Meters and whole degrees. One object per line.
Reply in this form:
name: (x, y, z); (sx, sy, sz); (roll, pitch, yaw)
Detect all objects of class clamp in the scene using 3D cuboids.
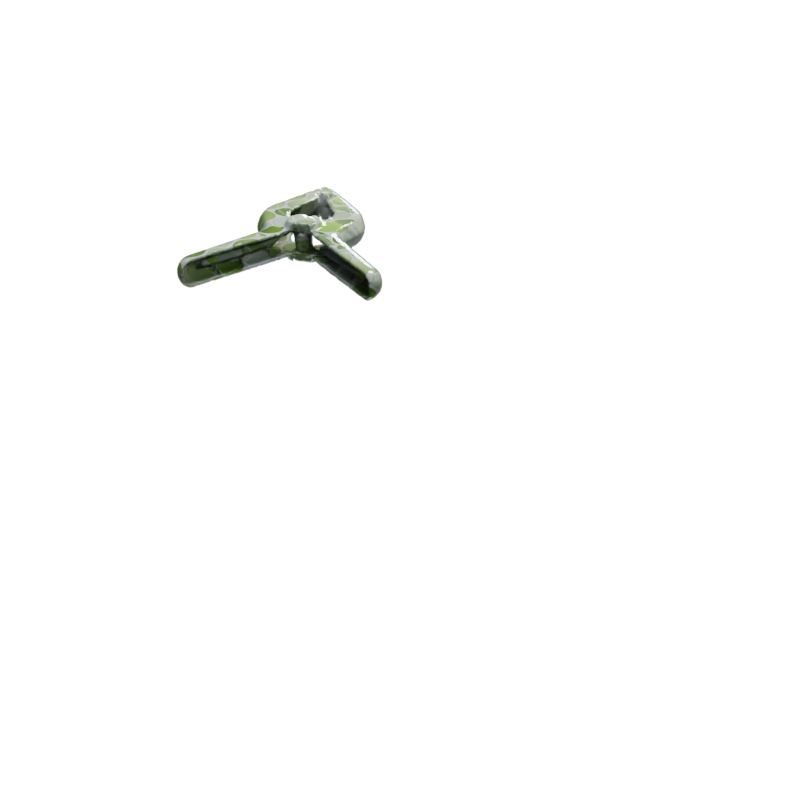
clamp: (-0.074, -0.135, 0.947); (0.169, 0.034, 0.216); (8, 29, 15)
